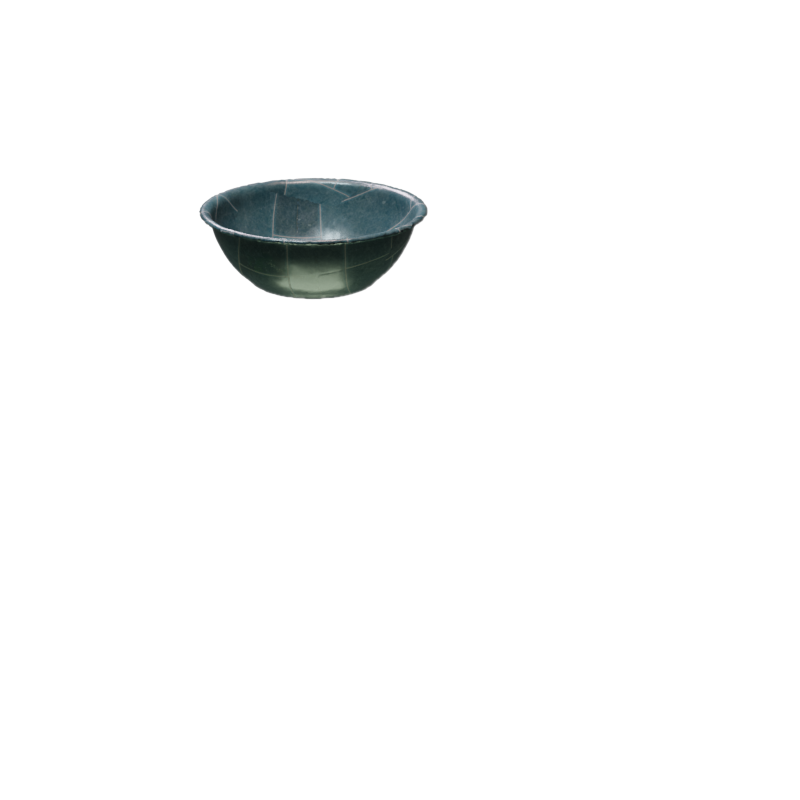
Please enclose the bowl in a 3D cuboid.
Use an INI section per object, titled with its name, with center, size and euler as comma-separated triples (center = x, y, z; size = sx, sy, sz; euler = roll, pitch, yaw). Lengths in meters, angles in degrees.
[bowl]
center = -0.062, -0.114, 0.795
size = 0.162, 0.052, 0.170
euler = -1, 24, -2
